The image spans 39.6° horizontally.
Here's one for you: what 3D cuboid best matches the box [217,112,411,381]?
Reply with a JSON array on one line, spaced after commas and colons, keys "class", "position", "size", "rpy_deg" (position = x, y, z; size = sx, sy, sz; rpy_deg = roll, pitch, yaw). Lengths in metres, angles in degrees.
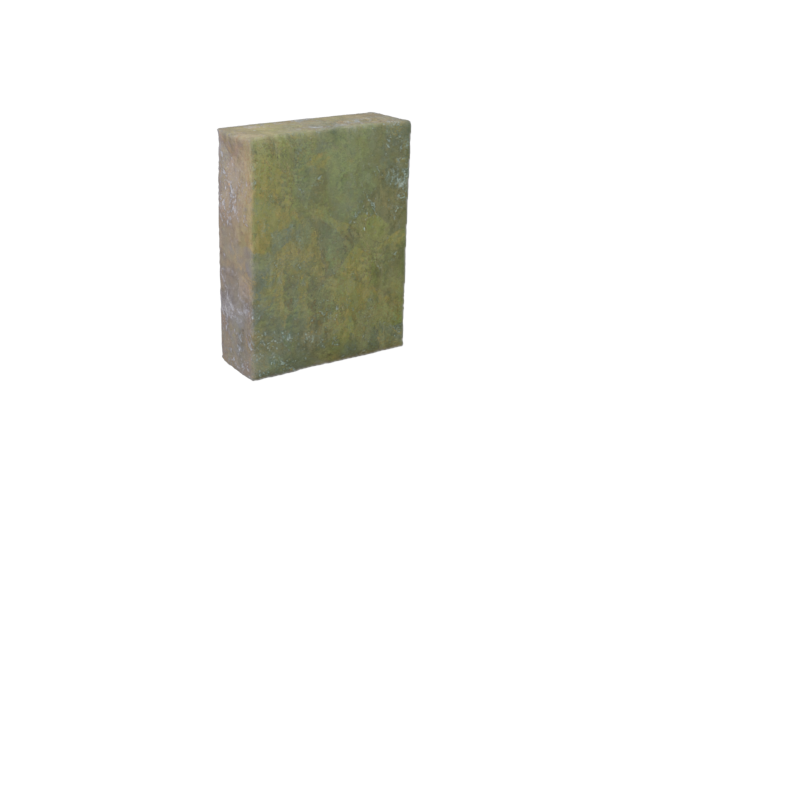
[{"class": "box", "position": [-0.077, -0.140, 0.983], "size": [0.160, 0.206, 0.076], "rpy_deg": [-12, 21, -33]}]
